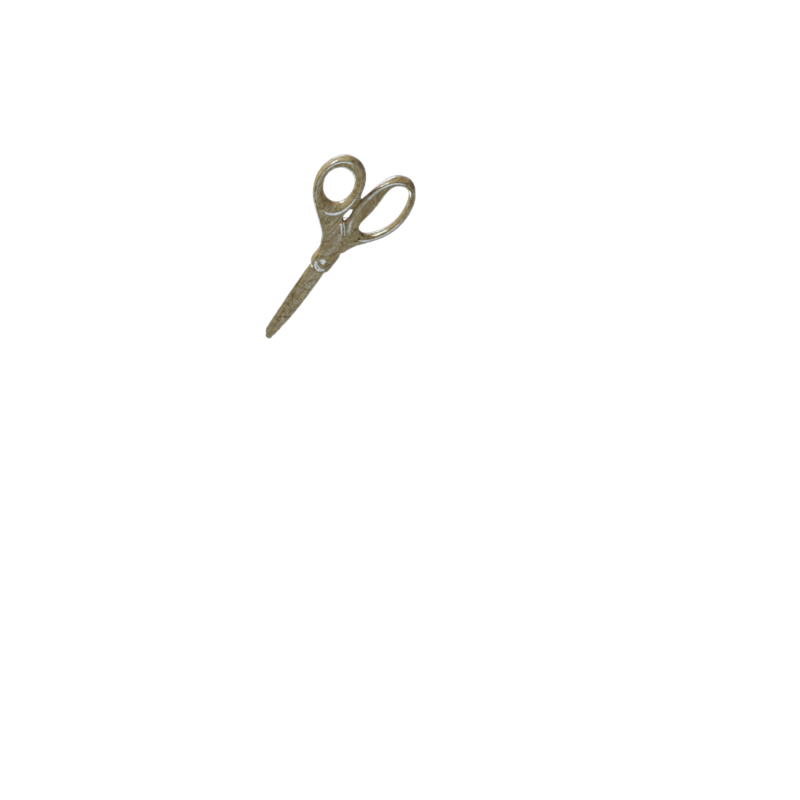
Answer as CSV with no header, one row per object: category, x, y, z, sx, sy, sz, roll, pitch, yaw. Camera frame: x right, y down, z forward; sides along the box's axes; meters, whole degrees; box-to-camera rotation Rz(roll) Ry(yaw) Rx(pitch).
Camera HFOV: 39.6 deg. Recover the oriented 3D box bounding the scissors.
scissors,-0.076,-0.139,0.973,0.200,0.091,0.017,-36,25,20
